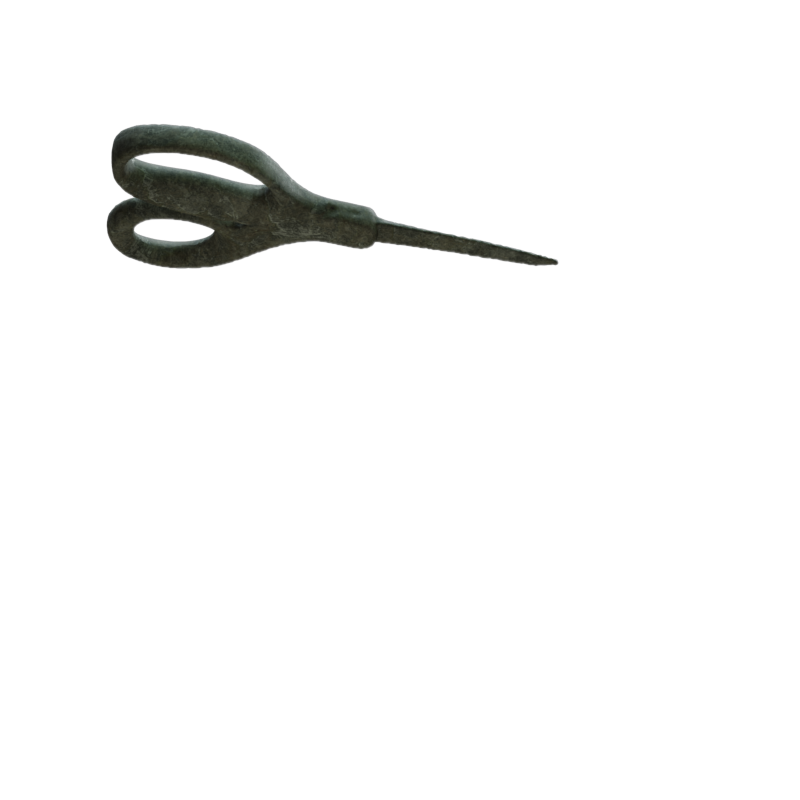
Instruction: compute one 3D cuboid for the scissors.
[{"bbox_3d":[-0.038,-0.068,0.479,0.192,0.017,0.095,17,-30,-31],"label":"scissors"}]
